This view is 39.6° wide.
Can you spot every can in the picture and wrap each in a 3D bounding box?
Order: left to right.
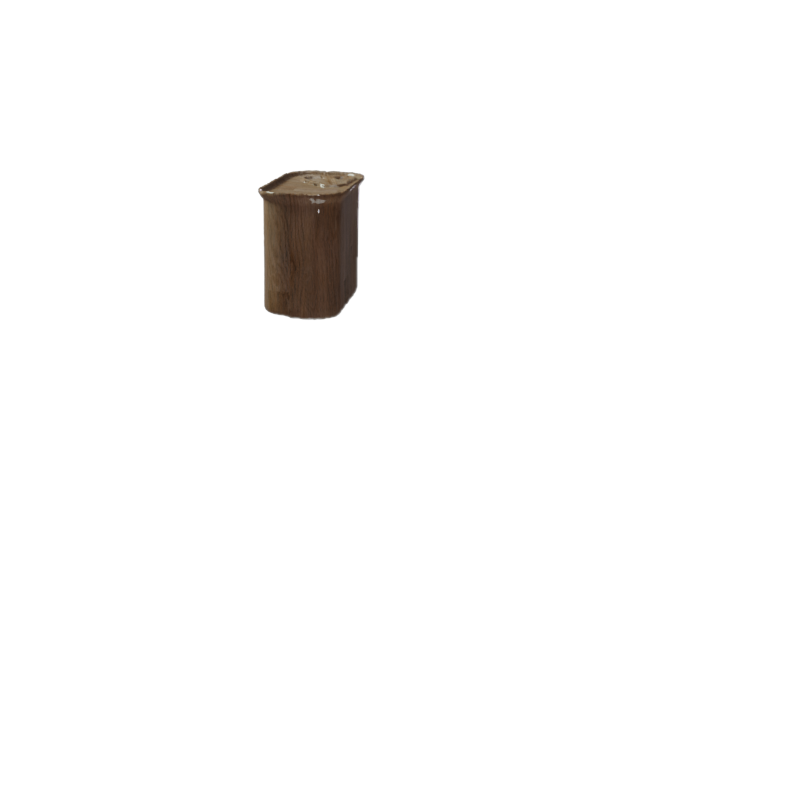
[{"bbox_3d":[-0.059,-0.108,0.756,0.058,0.081,0.104,3,17,9],"label":"can"}]
